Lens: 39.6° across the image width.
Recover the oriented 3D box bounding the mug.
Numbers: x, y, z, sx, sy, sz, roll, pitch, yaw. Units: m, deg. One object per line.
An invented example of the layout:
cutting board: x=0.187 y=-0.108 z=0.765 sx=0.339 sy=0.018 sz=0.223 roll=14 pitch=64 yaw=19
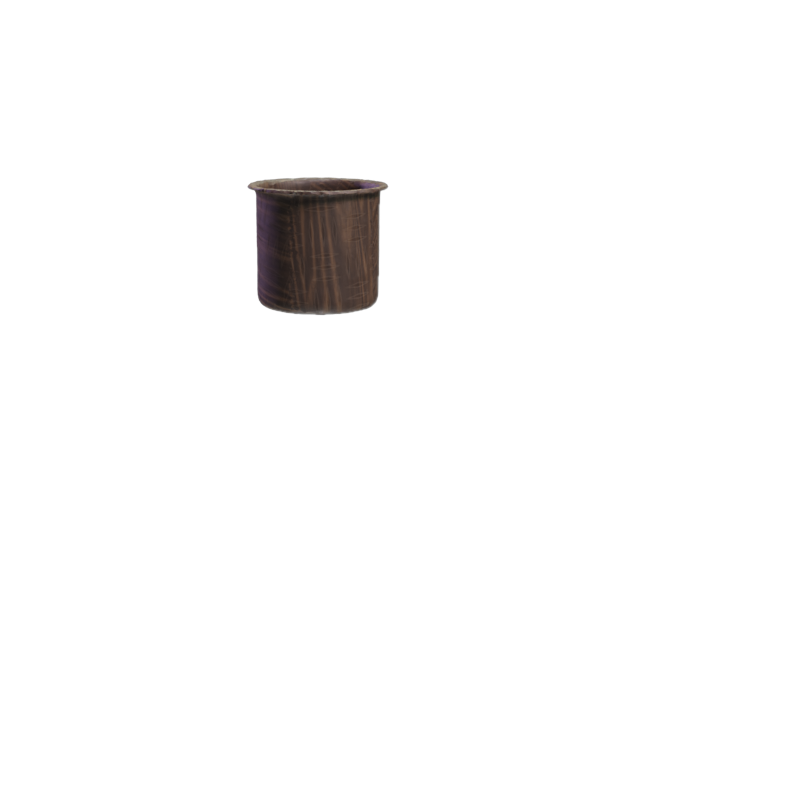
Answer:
mug: x=-0.059 y=-0.107 z=0.751 sx=0.091 sy=0.079 sz=0.123 roll=-4 pitch=15 yaw=-18
